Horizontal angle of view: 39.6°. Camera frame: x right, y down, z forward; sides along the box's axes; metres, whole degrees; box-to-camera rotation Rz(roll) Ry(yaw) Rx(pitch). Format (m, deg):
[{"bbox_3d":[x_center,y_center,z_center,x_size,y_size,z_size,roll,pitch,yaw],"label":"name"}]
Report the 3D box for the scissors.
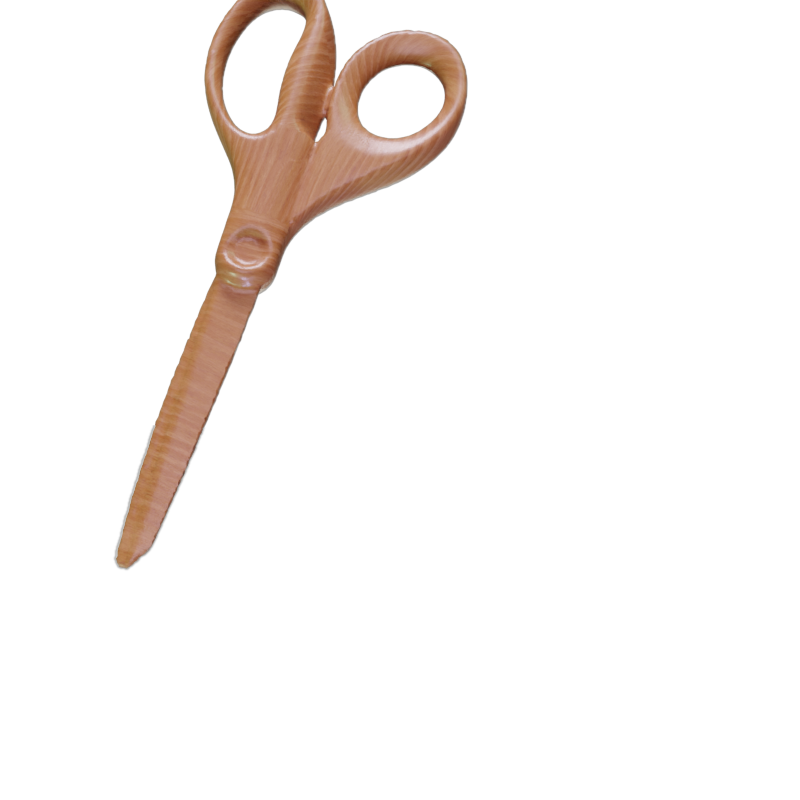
[{"bbox_3d":[-0.027,-0.049,0.340,0.096,0.214,0.015,1,-27,0],"label":"scissors"}]
